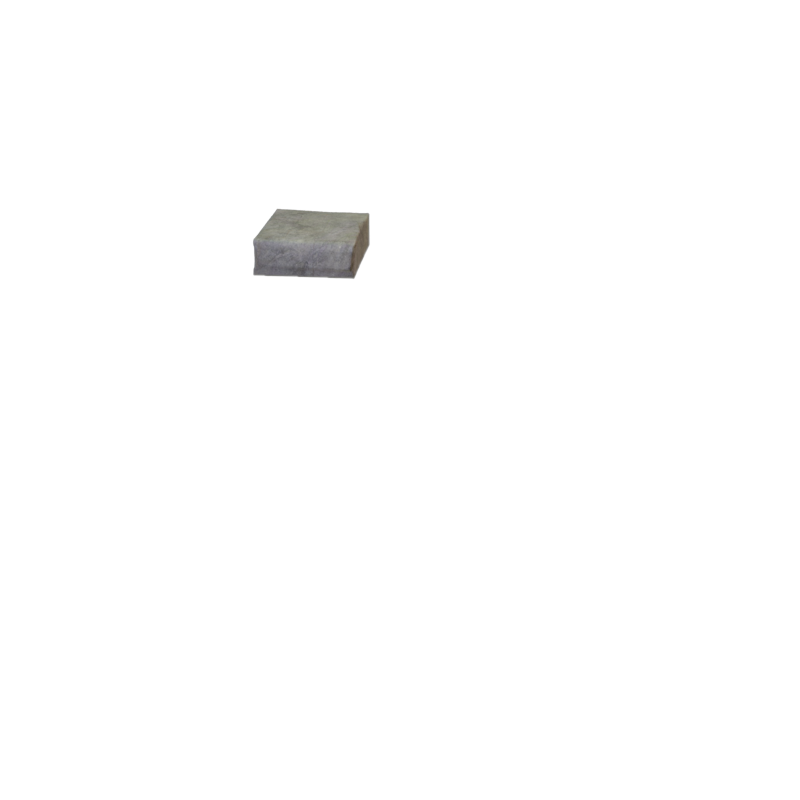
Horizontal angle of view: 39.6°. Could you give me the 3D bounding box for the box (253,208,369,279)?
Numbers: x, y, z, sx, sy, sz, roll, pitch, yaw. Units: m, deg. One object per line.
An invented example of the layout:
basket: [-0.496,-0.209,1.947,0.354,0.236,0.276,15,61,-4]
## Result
box: [-0.063,-0.116,0.810,0.074,0.029,0.092,3,23,7]
